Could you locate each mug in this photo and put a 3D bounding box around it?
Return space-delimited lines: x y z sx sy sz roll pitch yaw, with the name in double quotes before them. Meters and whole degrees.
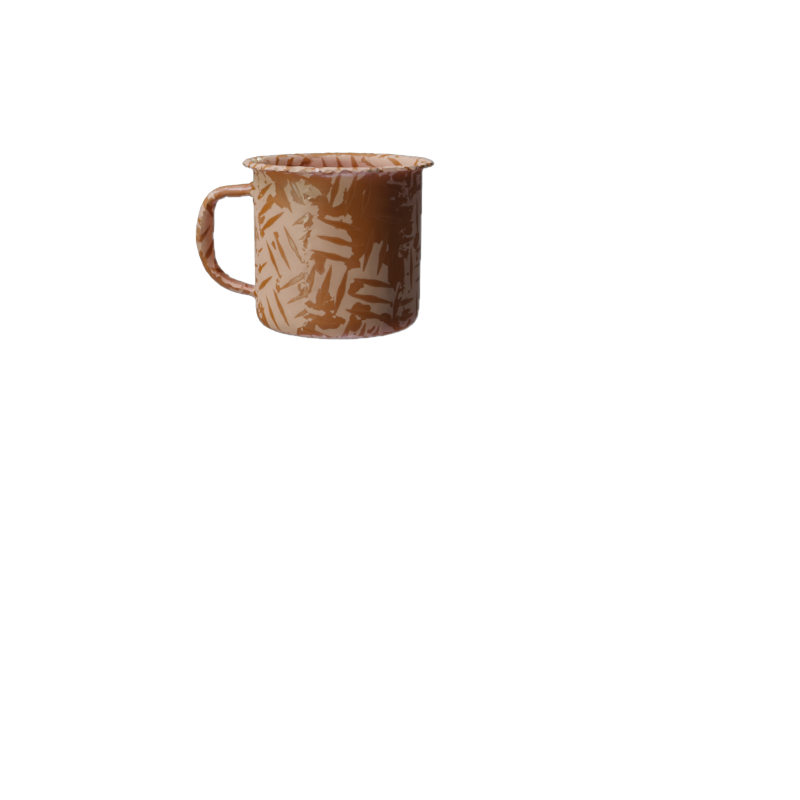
"mug" -0.043 -0.078 0.546 0.117 0.079 0.096 1 14 2
